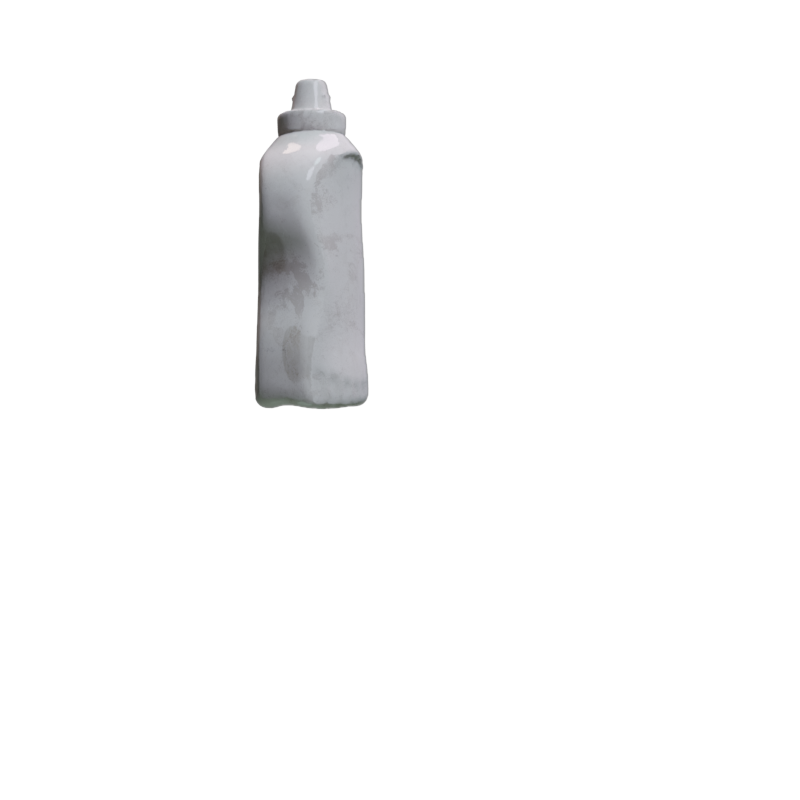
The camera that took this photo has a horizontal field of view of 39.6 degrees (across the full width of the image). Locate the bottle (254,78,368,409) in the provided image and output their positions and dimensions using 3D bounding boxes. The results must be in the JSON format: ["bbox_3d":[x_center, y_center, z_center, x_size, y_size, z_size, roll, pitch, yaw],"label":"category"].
[{"bbox_3d":[-0.051,-0.093,0.650,0.060,0.194,0.092,-2,-5,20],"label":"bottle"}]
